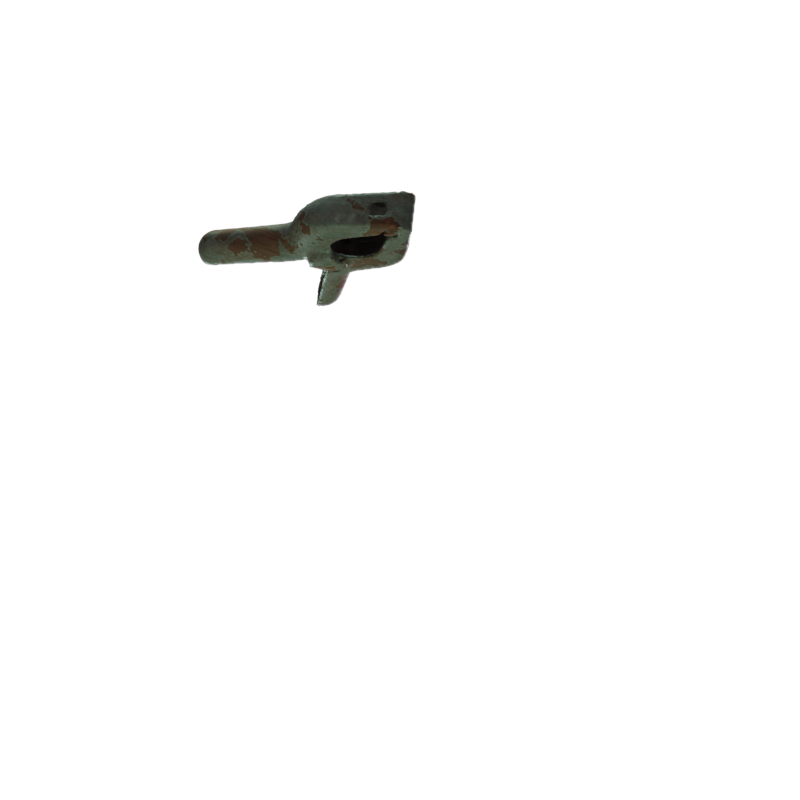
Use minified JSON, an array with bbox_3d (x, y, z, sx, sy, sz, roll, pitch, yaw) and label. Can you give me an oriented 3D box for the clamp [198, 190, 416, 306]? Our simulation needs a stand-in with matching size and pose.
[{"bbox_3d":[-0.060,-0.109,0.761,0.115,0.041,0.171,10,-19,-30],"label":"clamp"}]
